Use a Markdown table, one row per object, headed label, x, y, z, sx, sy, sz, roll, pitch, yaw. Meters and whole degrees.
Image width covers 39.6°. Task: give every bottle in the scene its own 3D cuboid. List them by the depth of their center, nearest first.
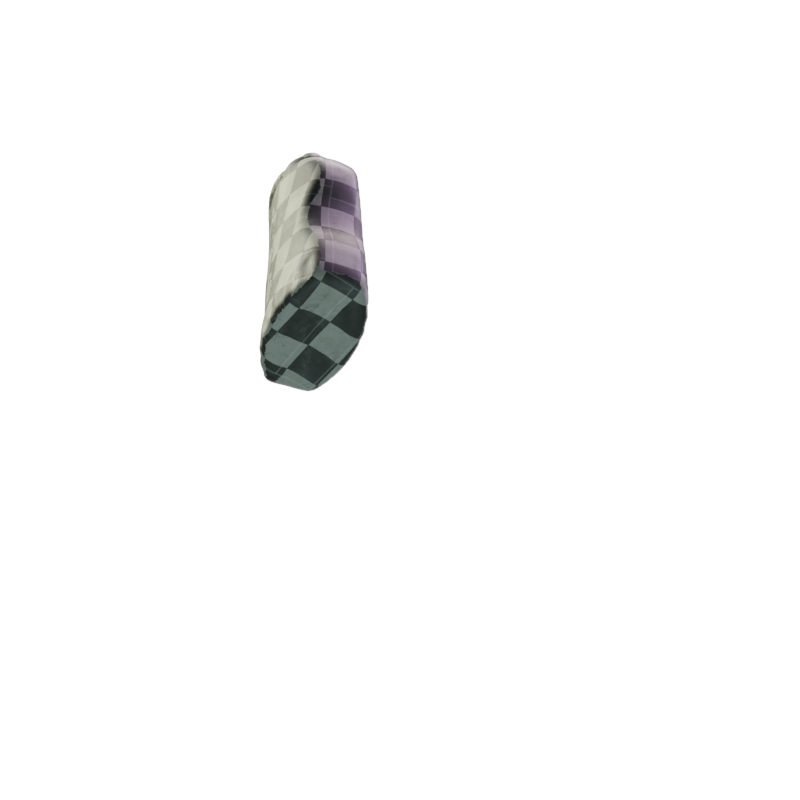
| label | x | y | z | sx | sy | sz | roll | pitch | yaw |
| --- | --- | --- | --- | --- | --- | --- | --- | --- | --- |
| bottle | -0.058 | -0.104 | 0.731 | 0.057 | 0.092 | 0.206 | 14 | 39 | -16 |
